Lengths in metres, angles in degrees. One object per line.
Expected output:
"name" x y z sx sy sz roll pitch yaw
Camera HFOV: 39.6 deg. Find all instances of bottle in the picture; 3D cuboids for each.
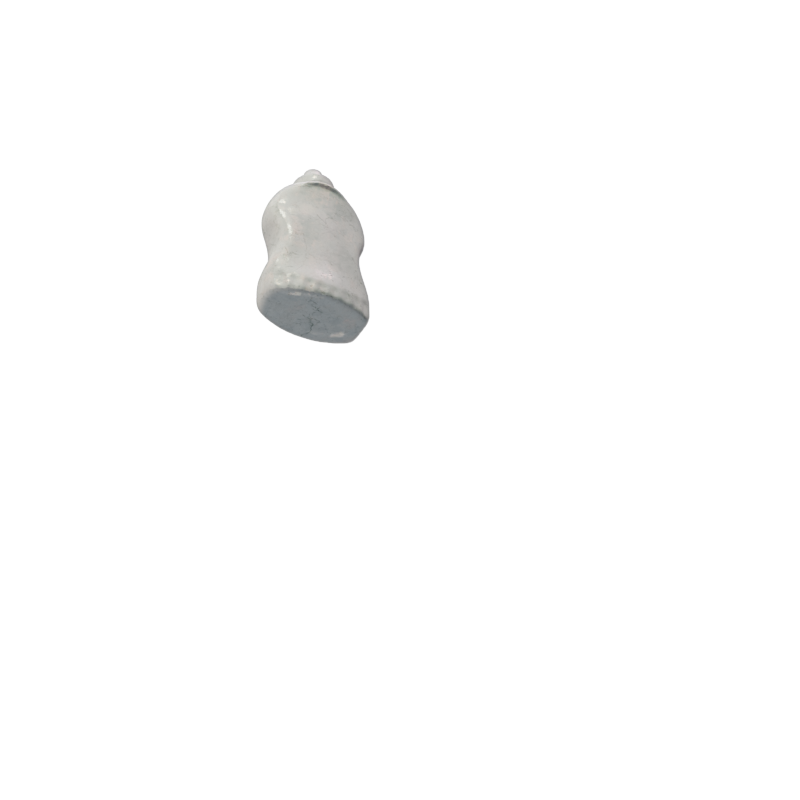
"bottle" -0.078 -0.142 0.998 0.093 0.206 0.056 16 -47 -20
